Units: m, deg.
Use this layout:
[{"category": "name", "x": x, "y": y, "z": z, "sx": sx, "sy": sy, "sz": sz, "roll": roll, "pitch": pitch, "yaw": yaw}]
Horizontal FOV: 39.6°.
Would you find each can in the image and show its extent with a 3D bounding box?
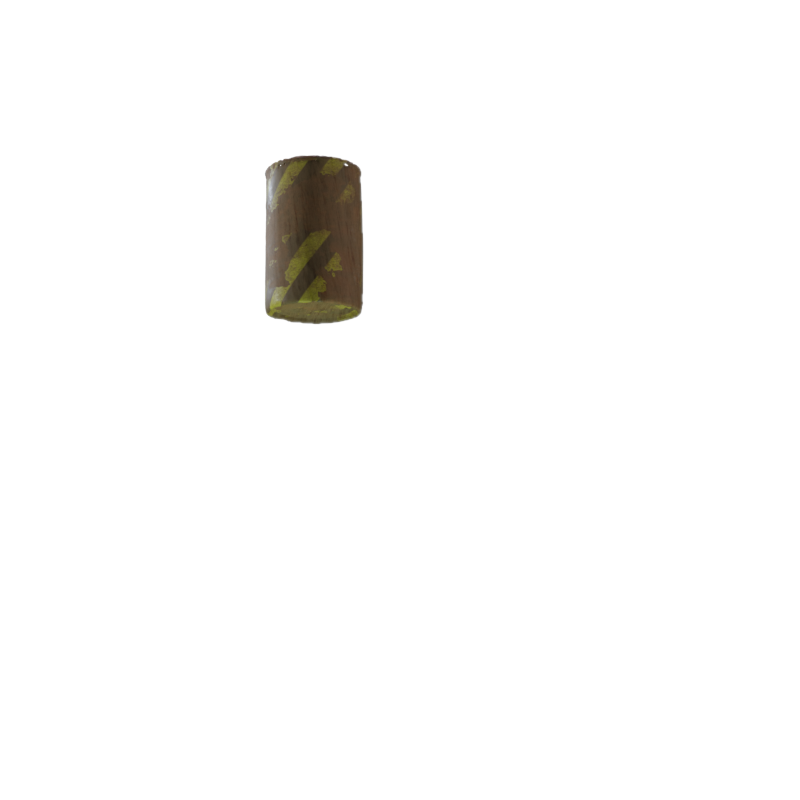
[{"category": "can", "x": -0.060, "y": -0.109, "z": 0.766, "sx": 0.068, "sy": 0.106, "sz": 0.066, "roll": 0, "pitch": -14, "yaw": -2}]
